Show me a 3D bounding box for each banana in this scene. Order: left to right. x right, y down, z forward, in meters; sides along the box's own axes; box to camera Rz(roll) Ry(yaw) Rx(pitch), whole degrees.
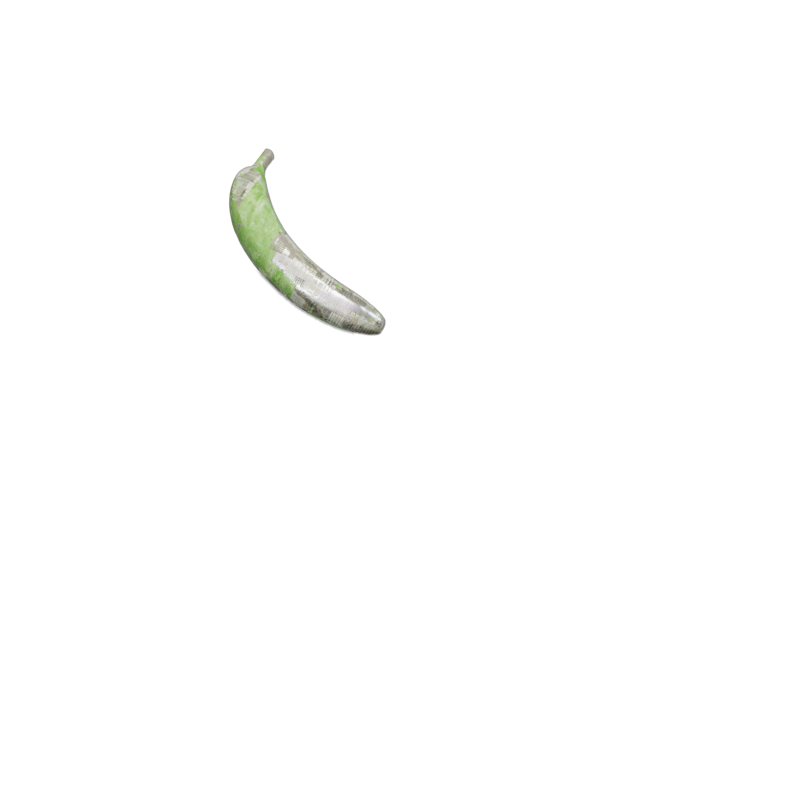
[{"bbox_3d":[-0.089,-0.125,0.911,0.069,0.209,0.035,-28,-21,-12],"label":"banana"}]
